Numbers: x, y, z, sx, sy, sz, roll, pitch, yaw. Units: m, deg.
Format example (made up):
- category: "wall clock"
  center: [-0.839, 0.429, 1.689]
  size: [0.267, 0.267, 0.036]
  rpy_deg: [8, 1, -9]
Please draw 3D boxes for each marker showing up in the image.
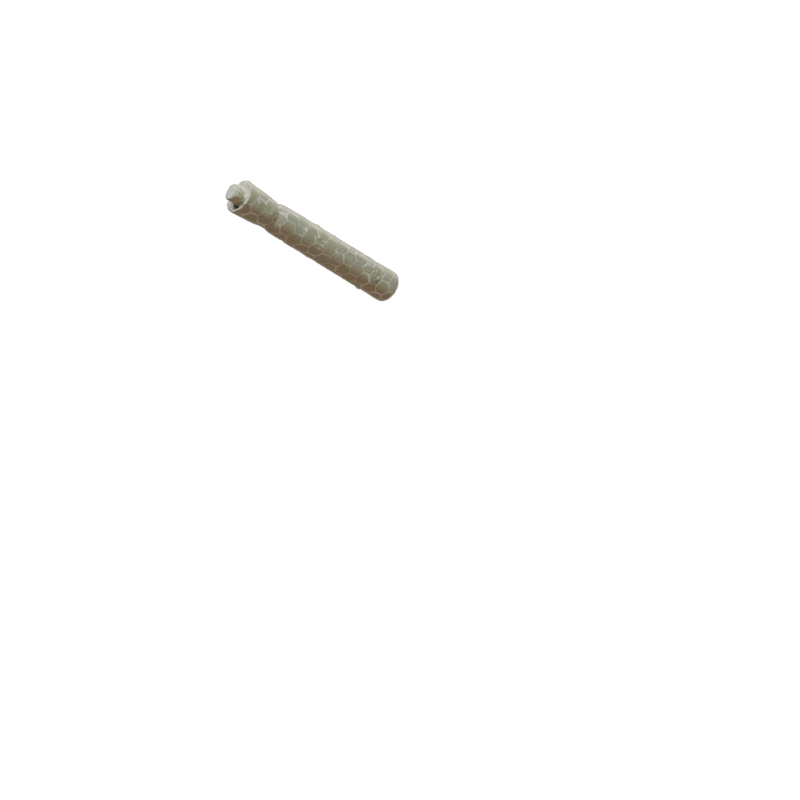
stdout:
- category: "marker"
  center: [-0.047, -0.087, 0.606]
  size: [0.113, 0.020, 0.021]
  rpy_deg: [28, -15, -37]
